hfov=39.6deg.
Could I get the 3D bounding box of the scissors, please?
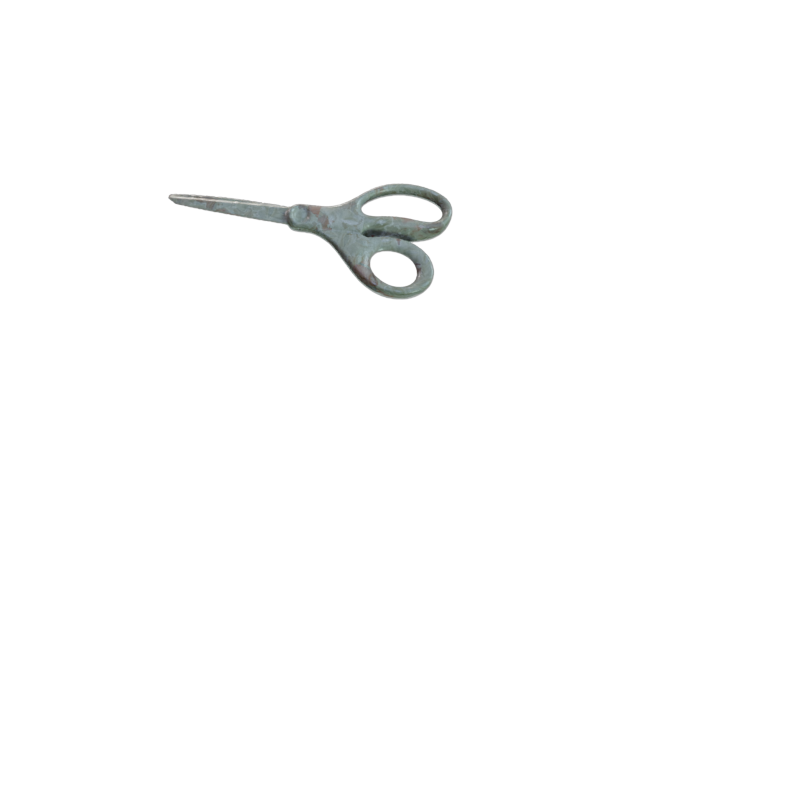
[{"bbox_3d":[-0.061,-0.112,0.784,0.201,0.102,0.015,-5,-25,-3],"label":"scissors"}]
